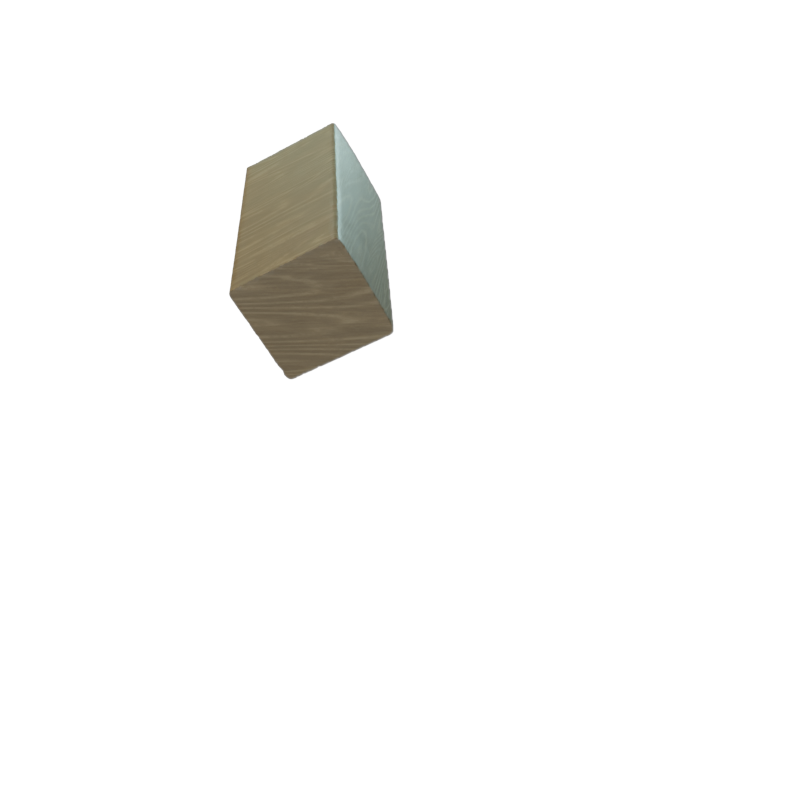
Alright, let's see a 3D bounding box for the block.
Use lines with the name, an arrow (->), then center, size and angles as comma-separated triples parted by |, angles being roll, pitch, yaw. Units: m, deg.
block -> -0.068, -0.124, 0.870 | 0.091, 0.084, 0.220 | -25, 32, 13
